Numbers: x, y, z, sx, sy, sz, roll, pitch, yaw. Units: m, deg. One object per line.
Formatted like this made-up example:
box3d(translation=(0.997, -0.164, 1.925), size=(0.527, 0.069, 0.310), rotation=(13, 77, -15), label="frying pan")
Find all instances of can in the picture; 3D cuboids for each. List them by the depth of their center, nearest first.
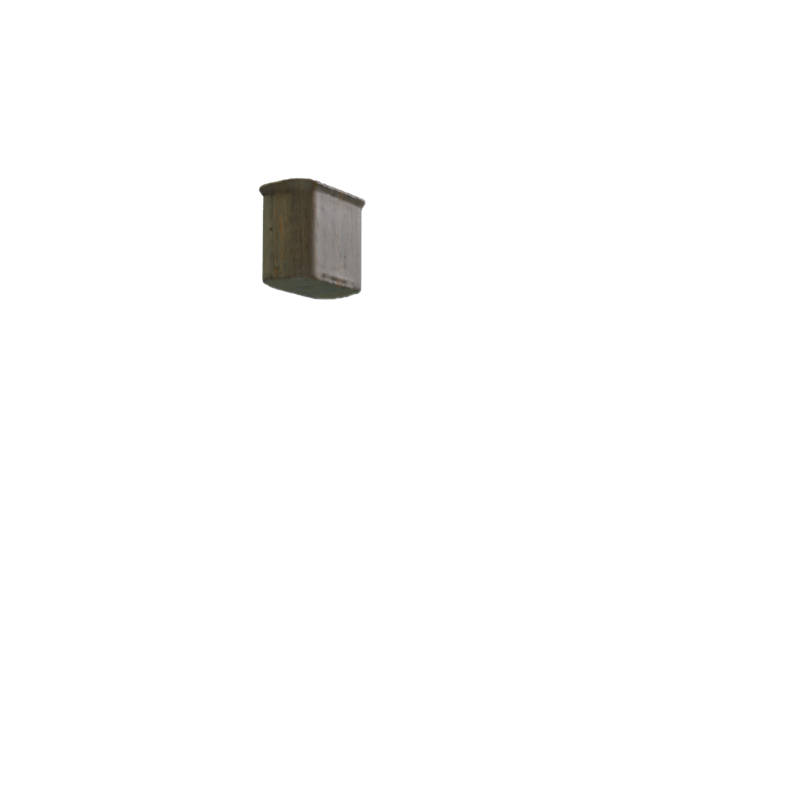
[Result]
box3d(translation=(-0.074, -0.134, 0.942), size=(0.059, 0.086, 0.097), rotation=(-8, -11, 33), label="can")
